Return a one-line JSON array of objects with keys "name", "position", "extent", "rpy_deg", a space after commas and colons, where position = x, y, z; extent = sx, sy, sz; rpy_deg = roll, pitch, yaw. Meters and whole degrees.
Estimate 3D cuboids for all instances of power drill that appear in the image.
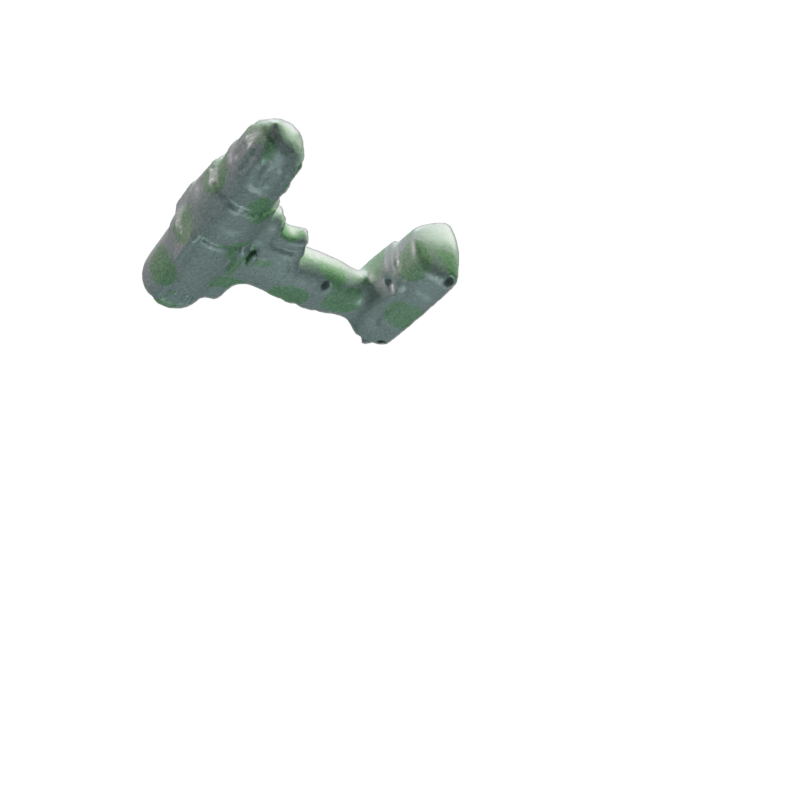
[{"name": "power drill", "position": [-0.058, -0.105, 0.735], "extent": [0.179, 0.061, 0.181], "rpy_deg": [16, -33, -27]}]
